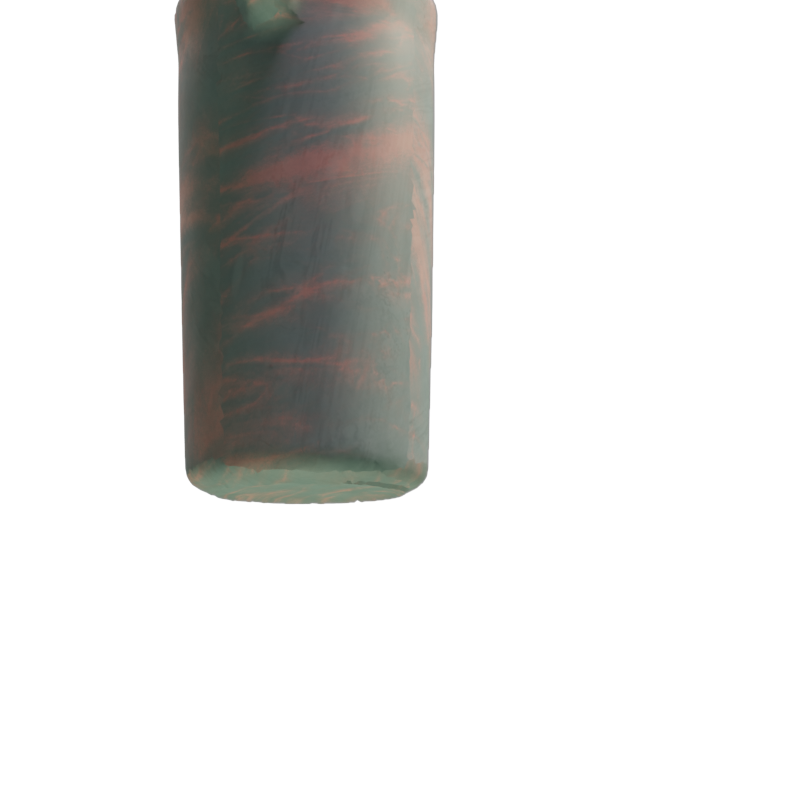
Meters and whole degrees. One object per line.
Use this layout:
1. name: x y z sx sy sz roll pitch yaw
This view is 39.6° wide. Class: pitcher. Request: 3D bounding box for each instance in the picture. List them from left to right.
1. pitcher: -0.042 -0.077 0.538 0.142 0.253 0.146 10 -19 -33
